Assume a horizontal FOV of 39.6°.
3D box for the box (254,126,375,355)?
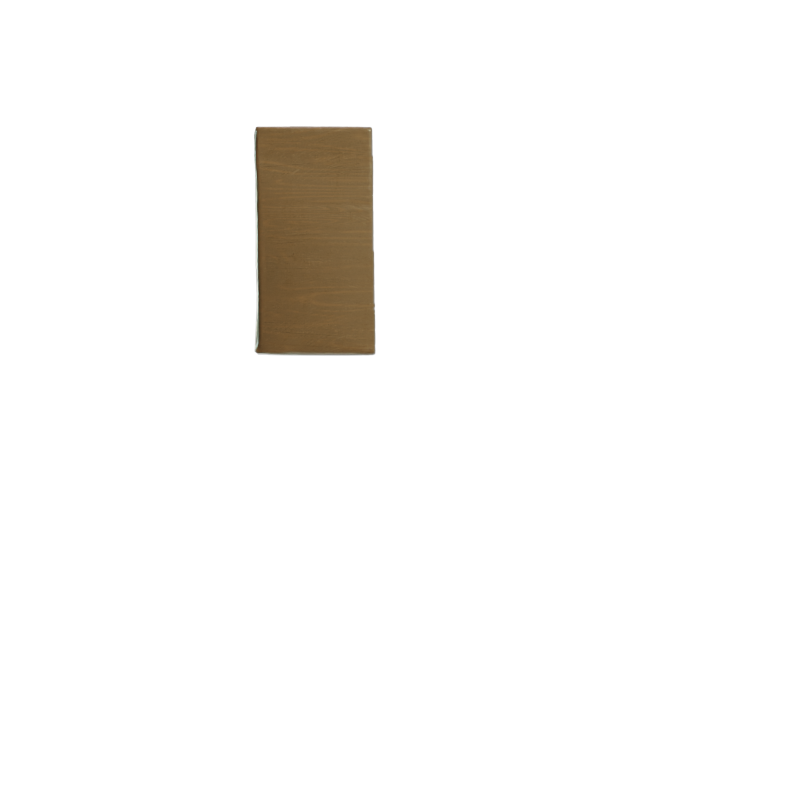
[{"bbox_3d":[-0.067,-0.123,0.863,0.093,0.179,0.048,0,-5,-5],"label":"box"}]
